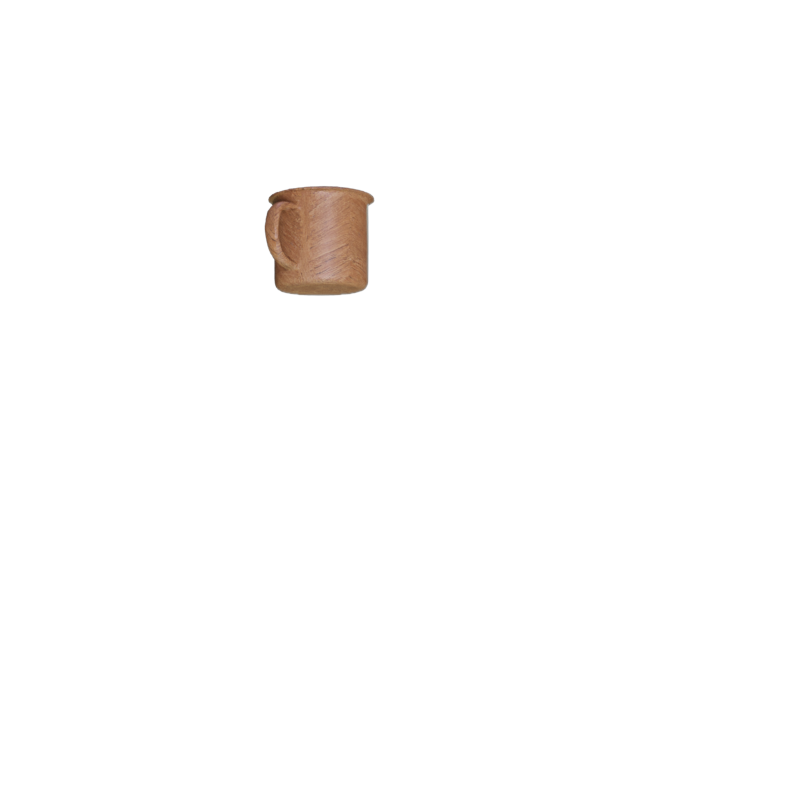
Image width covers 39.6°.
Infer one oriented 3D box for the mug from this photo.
[{"bbox_3d":[-0.075,-0.136,0.954,0.096,0.083,0.111,-5,-7,32],"label":"mug"}]
